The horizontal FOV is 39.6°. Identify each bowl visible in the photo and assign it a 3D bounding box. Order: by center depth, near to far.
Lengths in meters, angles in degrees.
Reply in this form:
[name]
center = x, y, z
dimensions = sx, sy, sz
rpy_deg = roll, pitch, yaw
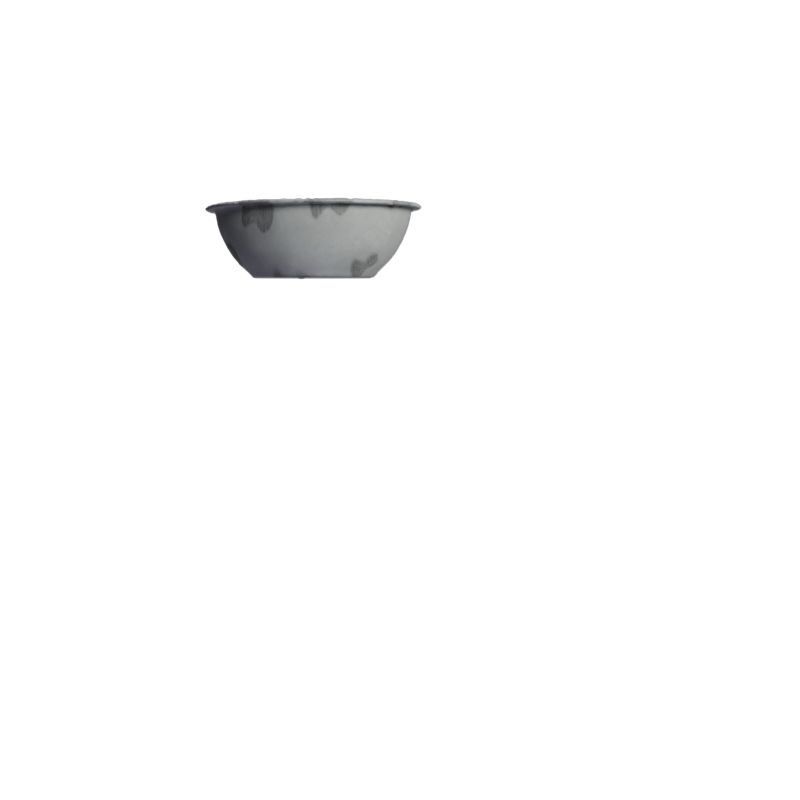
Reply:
[bowl]
center = -0.065, -0.119, 0.832
dimensions = 0.162, 0.055, 0.163
rpy_deg = 0, 5, -2
